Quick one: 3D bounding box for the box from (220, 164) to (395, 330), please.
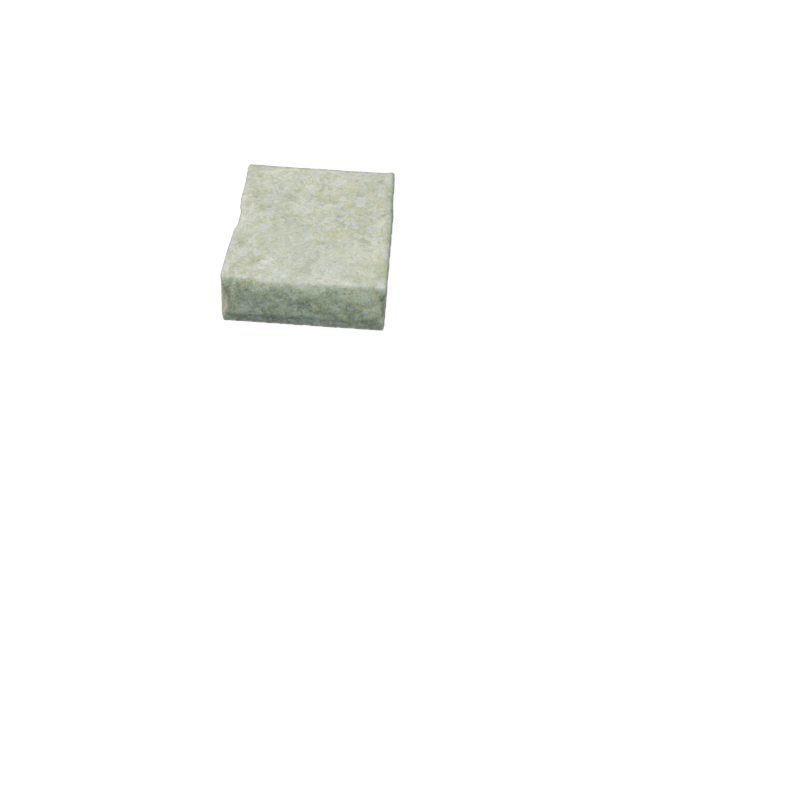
[{"bbox_3d":[-0.041,-0.074,0.518,0.073,0.028,0.095,3,44,3],"label":"box"}]
